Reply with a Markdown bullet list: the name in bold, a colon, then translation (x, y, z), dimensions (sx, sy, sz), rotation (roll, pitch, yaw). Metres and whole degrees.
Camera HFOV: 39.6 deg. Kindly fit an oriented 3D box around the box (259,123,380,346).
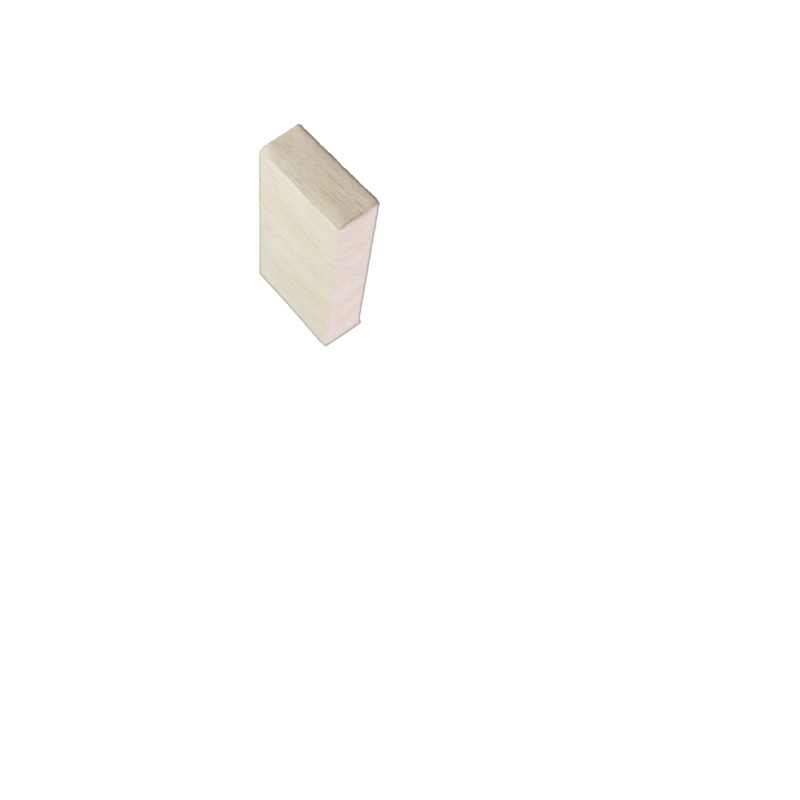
- **box**: translation (-0.067, -0.122, 0.852), dimensions (0.048, 0.098, 0.166), rotation (-36, -19, -19)
